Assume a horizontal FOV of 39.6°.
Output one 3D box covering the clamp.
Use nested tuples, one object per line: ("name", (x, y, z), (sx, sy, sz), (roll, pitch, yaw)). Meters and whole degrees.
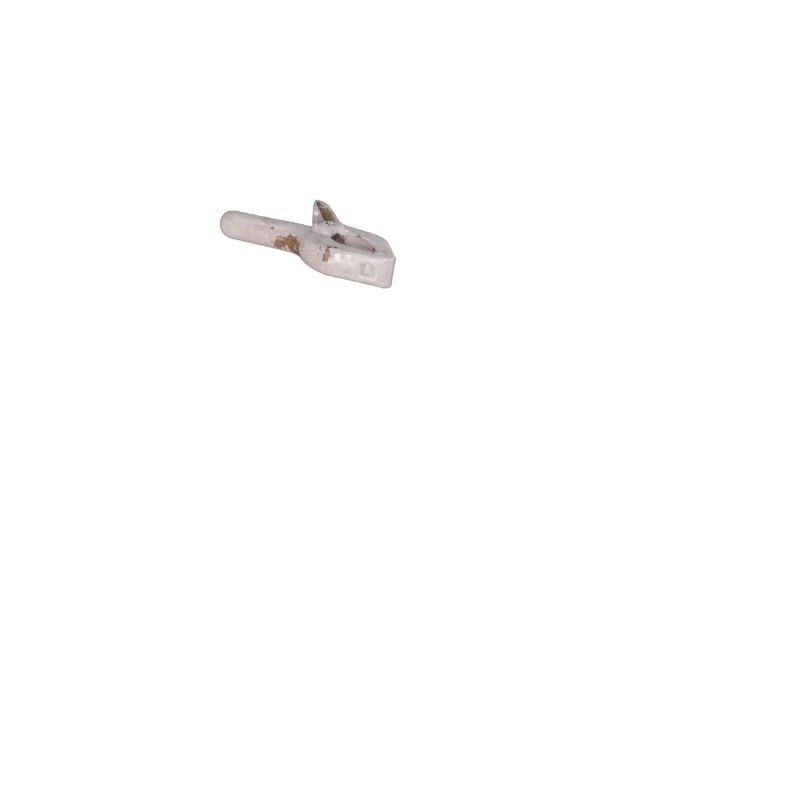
("clamp", (-0.075, -0.137, 0.962), (0.118, 0.037, 0.184), (-15, 30, -29))
